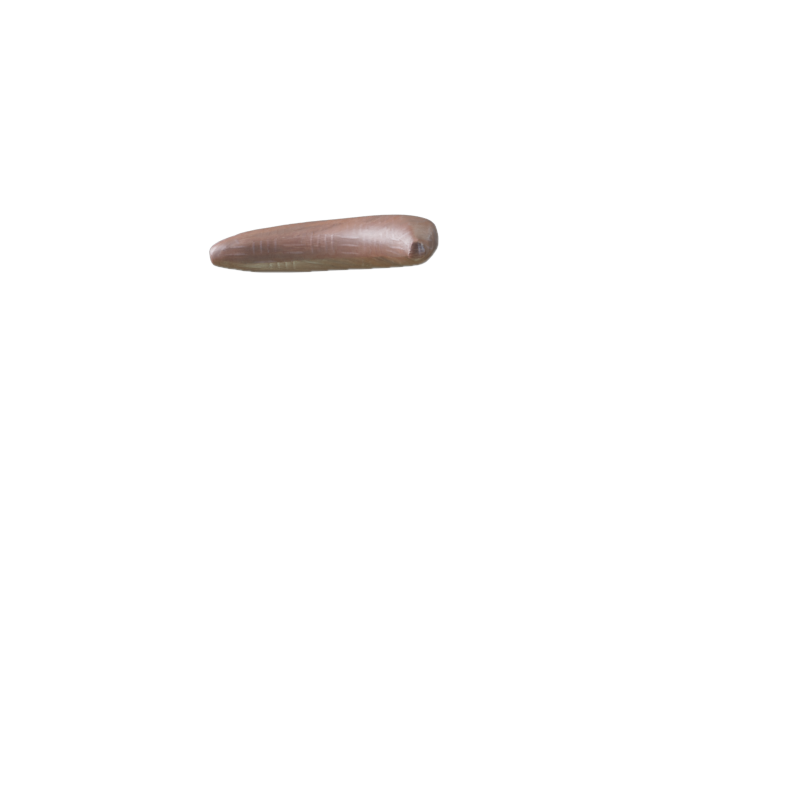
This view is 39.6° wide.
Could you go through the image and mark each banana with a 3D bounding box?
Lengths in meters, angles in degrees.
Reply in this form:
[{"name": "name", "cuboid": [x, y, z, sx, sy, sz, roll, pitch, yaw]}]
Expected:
[{"name": "banana", "cuboid": [-0.045, -0.108, 0.766, 0.205, 0.037, 0.067, 3, 3, 41]}]
